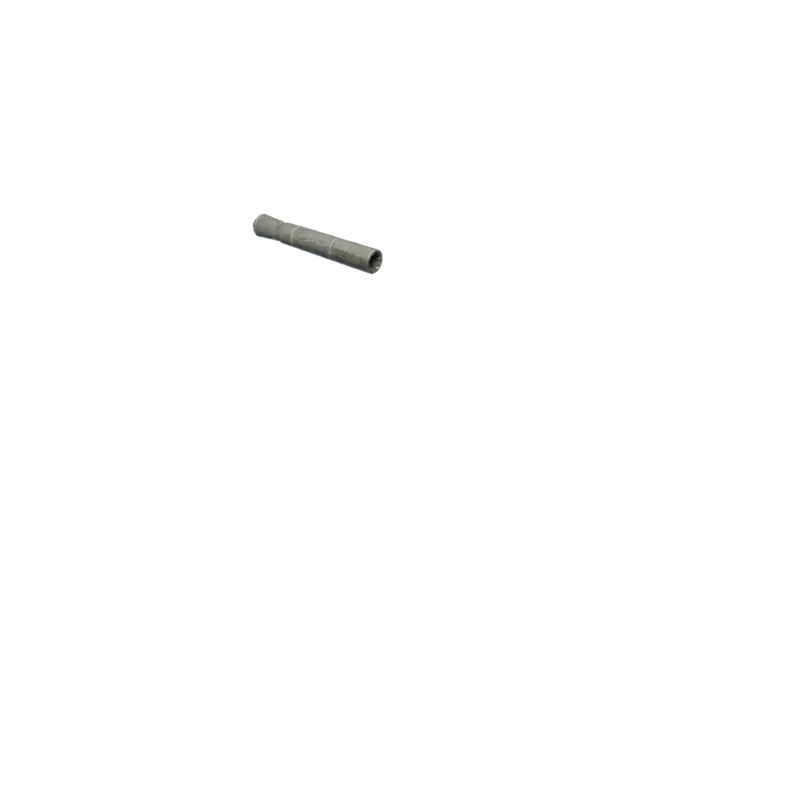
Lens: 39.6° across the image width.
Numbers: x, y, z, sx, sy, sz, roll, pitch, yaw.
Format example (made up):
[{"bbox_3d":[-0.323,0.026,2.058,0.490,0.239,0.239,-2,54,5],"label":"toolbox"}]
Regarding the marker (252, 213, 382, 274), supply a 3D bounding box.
[{"bbox_3d":[-0.066,-0.120,0.842,0.128,0.019,0.019,23,17,36],"label":"marker"}]
